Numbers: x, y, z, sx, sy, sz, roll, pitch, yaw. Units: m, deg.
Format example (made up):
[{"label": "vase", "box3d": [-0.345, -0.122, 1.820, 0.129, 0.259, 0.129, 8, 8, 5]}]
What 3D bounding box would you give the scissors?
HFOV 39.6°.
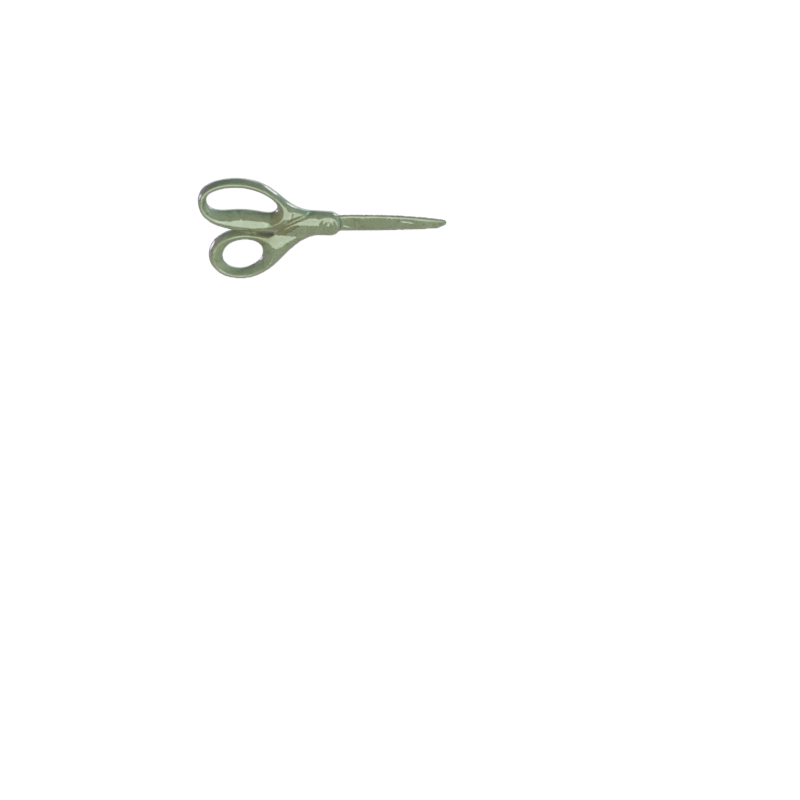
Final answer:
[{"label": "scissors", "box3d": [-0.072, -0.131, 0.918, 0.199, 0.092, 0.017, 14, 28, -7]}]
